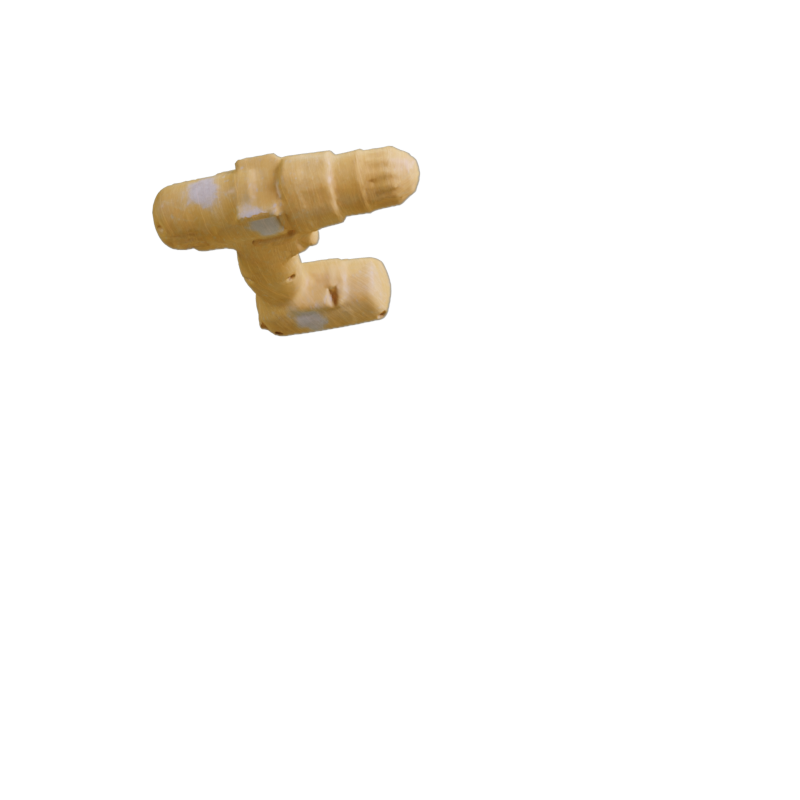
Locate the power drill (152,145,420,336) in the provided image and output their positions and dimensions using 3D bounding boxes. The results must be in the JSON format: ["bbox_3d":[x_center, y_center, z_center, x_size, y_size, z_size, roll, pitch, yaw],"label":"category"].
[{"bbox_3d":[-0.063,-0.114,0.801,0.187,0.061,0.174,-6,-25,13],"label":"power drill"}]
